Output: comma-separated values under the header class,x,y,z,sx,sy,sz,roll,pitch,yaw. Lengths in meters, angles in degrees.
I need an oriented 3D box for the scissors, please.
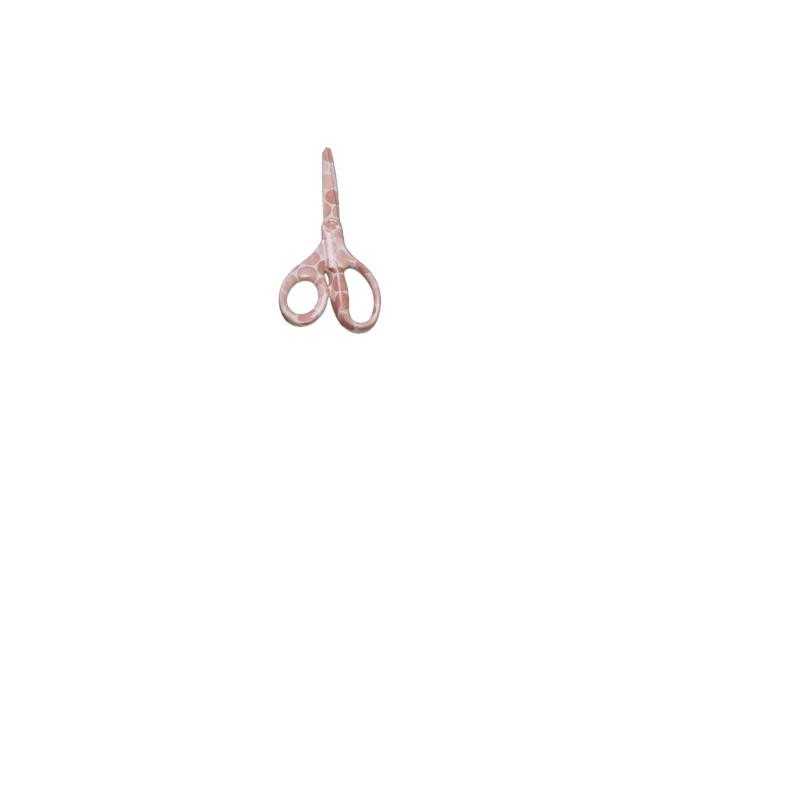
class,x,y,z,sx,sy,sz,roll,pitch,yaw
scissors,-0.077,-0.141,0.987,0.095,0.217,0.015,-16,-32,-10
